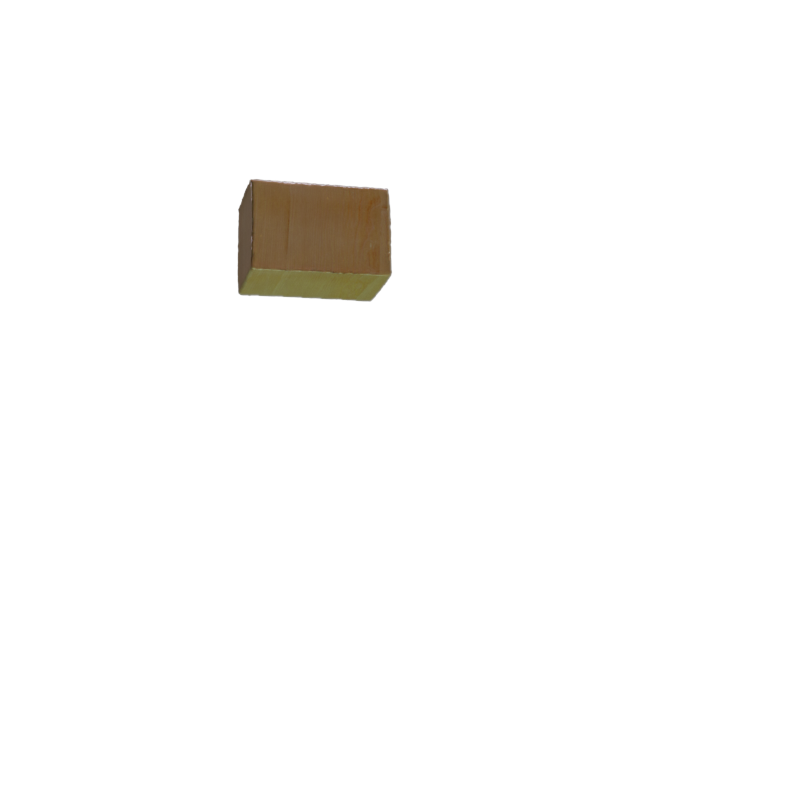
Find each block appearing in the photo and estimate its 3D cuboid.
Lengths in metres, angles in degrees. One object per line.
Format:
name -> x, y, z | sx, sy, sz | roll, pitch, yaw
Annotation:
block -> -0.047, -0.087, 0.607 | 0.077, 0.053, 0.052 | 3, -15, -13
